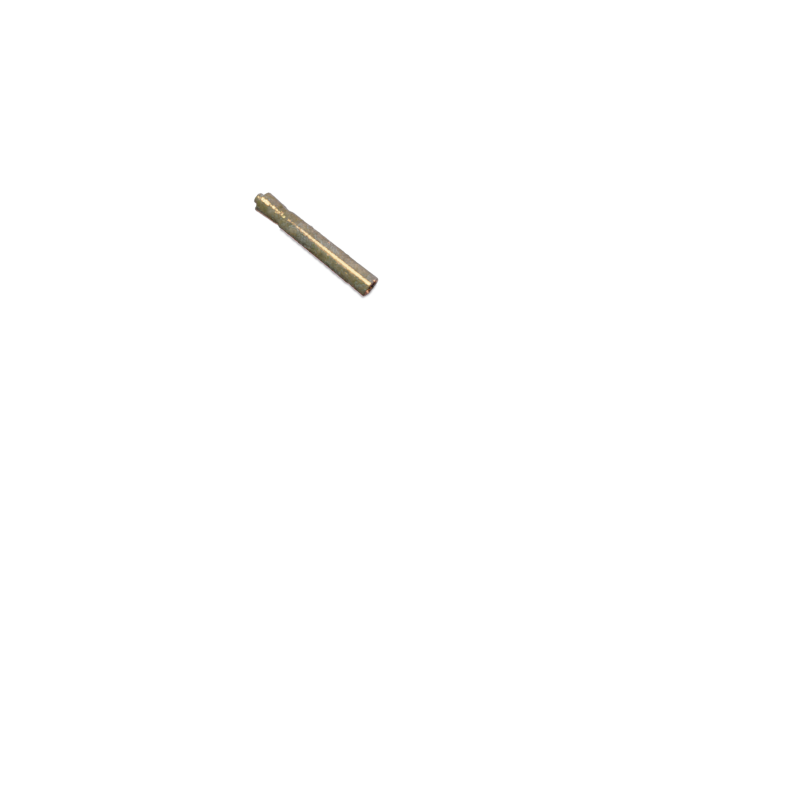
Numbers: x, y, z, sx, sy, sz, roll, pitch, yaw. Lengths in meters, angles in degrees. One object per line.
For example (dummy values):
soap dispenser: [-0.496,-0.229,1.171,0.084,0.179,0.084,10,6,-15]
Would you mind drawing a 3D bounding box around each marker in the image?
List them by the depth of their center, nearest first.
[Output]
marker: [-0.069,-0.126,0.885,0.126,0.019,0.019,40,14,15]
